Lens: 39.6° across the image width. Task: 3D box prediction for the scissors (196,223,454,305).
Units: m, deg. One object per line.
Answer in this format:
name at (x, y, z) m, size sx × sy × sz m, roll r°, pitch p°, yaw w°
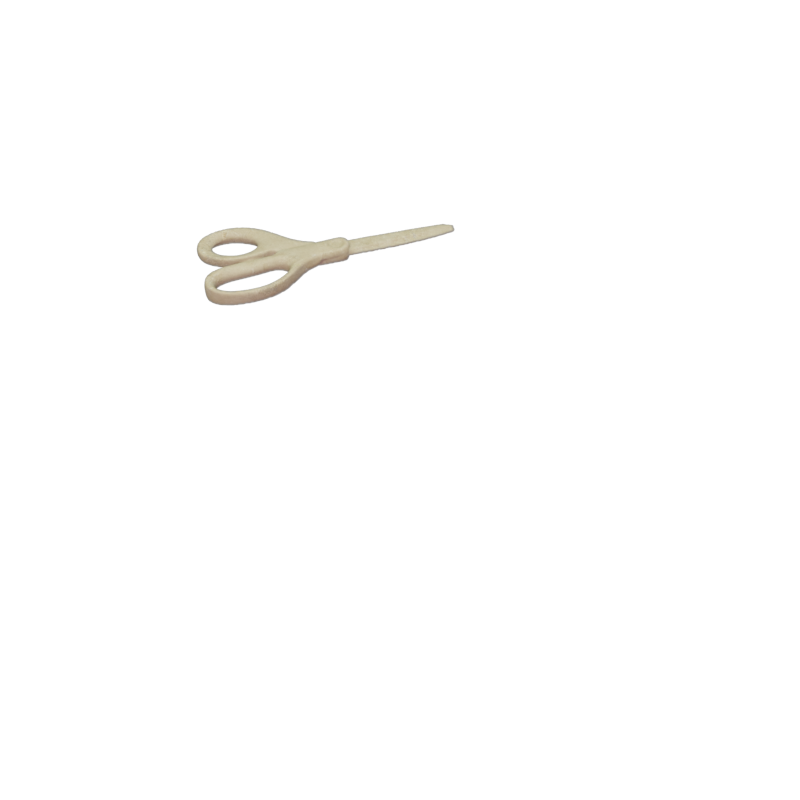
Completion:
scissors at (-0.066, -0.120, 0.842) m, size 0.200 × 0.015 × 0.104 m, roll -25°, pitch 44°, yaw -29°
